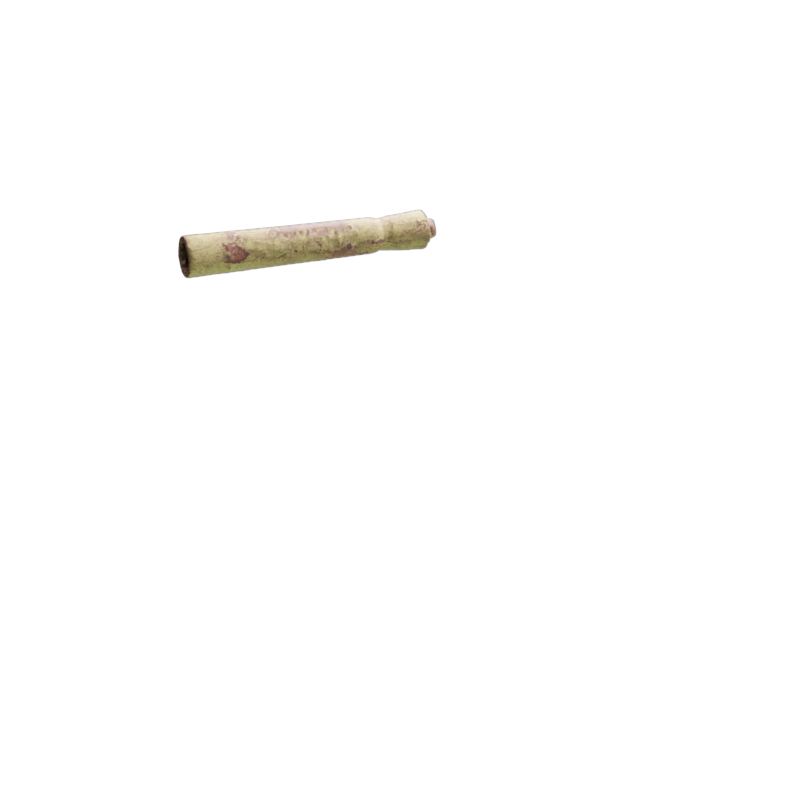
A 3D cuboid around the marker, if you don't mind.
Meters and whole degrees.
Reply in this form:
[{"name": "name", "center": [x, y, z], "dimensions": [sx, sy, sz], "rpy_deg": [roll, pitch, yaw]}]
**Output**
[{"name": "marker", "center": [-0.039, -0.071, 0.499], "dimensions": [0.119, 0.020, 0.020], "rpy_deg": [-10, 8, -21]}]
